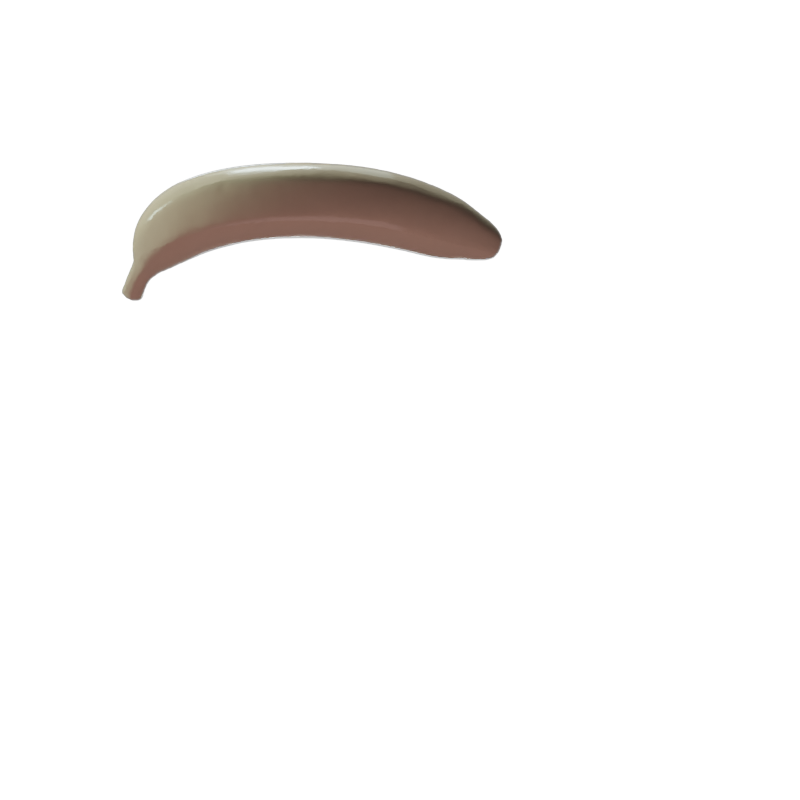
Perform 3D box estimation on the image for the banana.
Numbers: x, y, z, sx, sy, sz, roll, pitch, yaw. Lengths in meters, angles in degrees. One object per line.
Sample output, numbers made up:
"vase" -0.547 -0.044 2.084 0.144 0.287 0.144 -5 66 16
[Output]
"banana" -0.050 -0.090 0.553 0.199 0.039 0.064 -4 -32 7
